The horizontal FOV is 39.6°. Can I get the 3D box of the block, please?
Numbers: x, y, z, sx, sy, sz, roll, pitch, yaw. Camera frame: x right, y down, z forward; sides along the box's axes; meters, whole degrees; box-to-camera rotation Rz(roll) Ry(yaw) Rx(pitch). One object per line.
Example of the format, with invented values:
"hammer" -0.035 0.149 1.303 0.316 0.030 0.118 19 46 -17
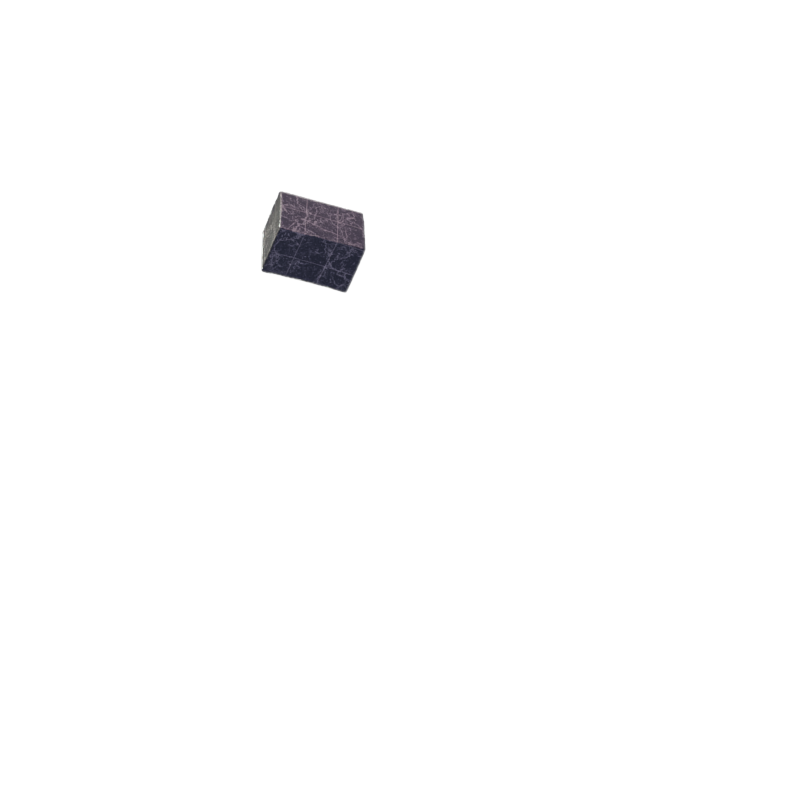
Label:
"block" -0.074 -0.135 0.944 0.076 0.050 0.055 14 41 -14
